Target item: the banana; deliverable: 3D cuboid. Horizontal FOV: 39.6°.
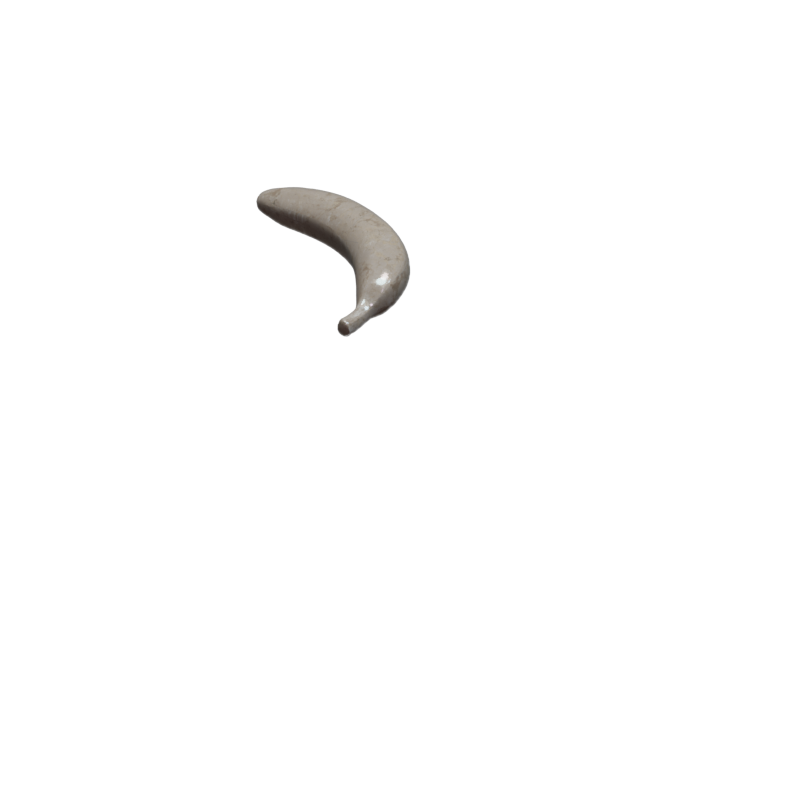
[{"bbox_3d":[-0.041,-0.109,0.757,0.068,0.035,0.213,-10,33,-18],"label":"banana"}]
